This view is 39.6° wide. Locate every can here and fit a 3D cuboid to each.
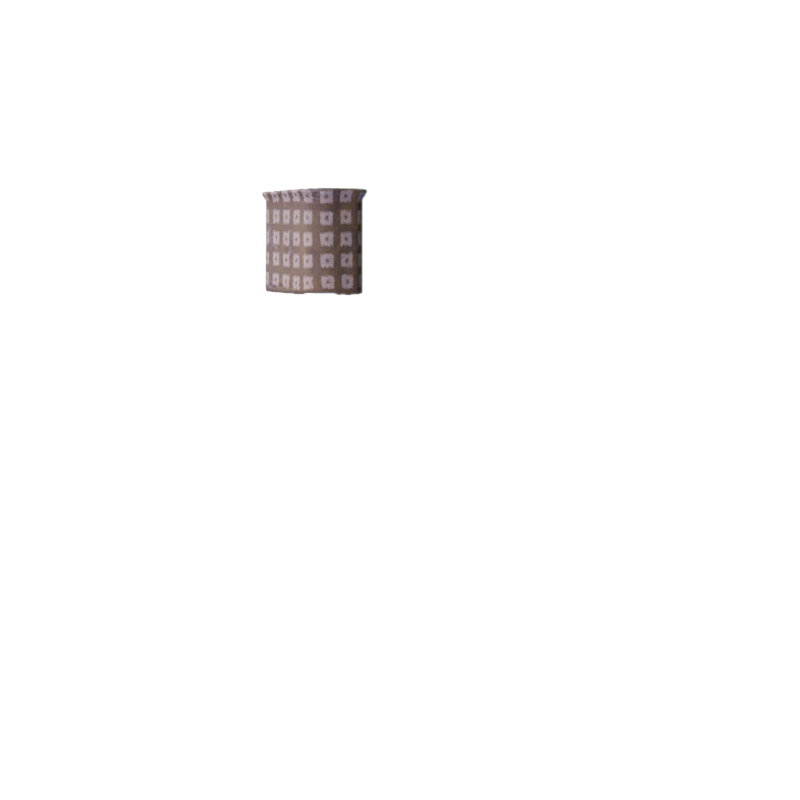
[{"bbox_3d":[-0.071,-0.130,0.908,0.056,0.083,0.106,-2,5,-32],"label":"can"}]
